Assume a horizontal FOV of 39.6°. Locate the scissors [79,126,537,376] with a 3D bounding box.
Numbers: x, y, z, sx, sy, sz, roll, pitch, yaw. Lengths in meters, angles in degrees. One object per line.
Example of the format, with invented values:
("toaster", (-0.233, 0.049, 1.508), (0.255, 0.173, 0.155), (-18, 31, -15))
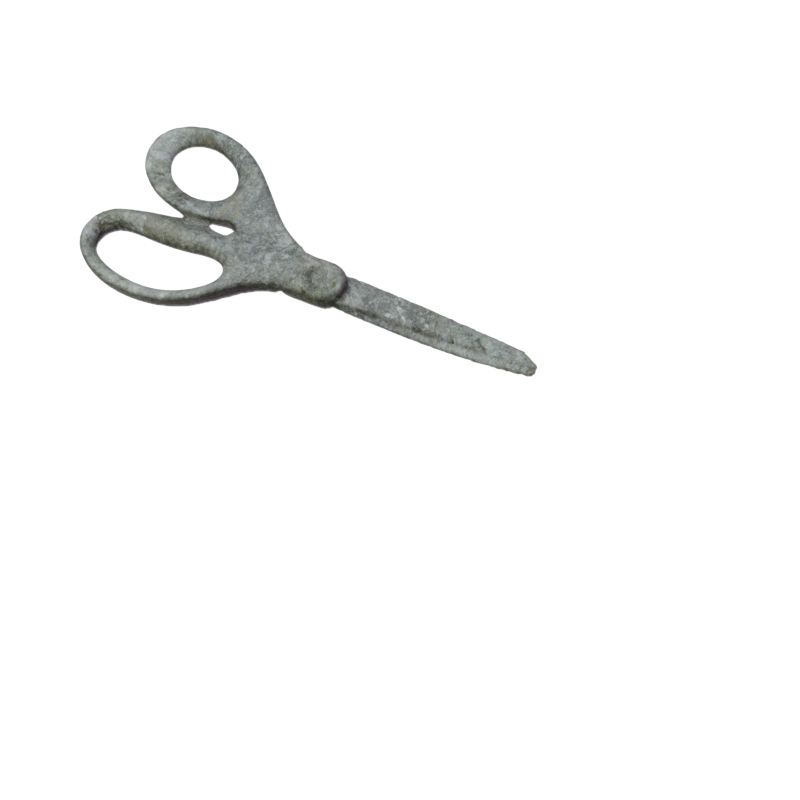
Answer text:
("scissors", (-0.038, -0.070, 0.489), (0.203, 0.101, 0.015), (8, -24, 3))
